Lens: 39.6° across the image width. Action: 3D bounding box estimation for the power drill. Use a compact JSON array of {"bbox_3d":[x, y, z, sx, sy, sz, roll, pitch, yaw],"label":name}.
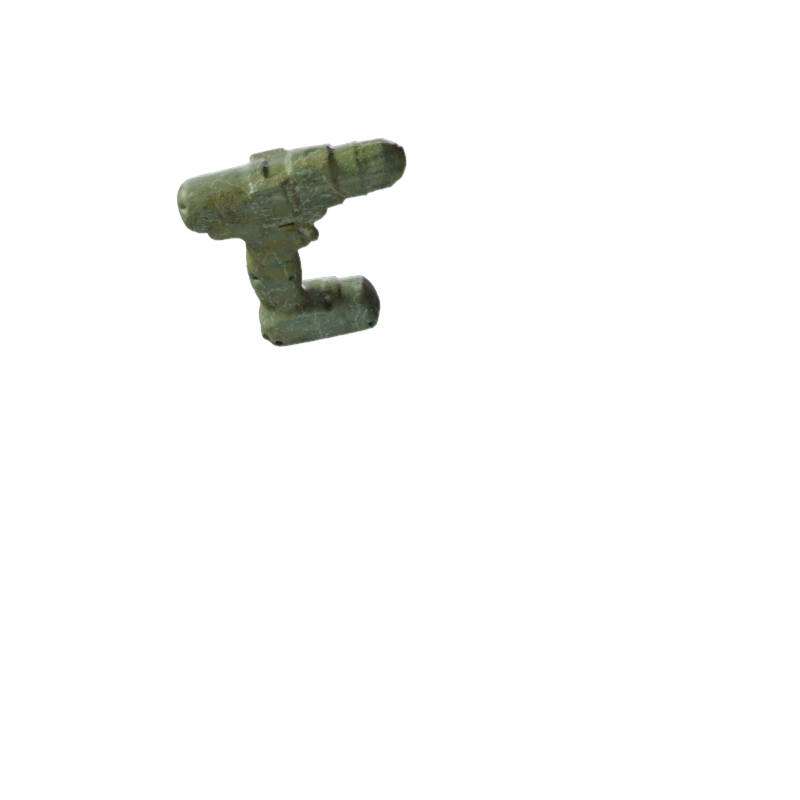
[{"bbox_3d":[-0.072,-0.131,0.919,0.186,0.062,0.173,-9,-43,9],"label":"power drill"}]
